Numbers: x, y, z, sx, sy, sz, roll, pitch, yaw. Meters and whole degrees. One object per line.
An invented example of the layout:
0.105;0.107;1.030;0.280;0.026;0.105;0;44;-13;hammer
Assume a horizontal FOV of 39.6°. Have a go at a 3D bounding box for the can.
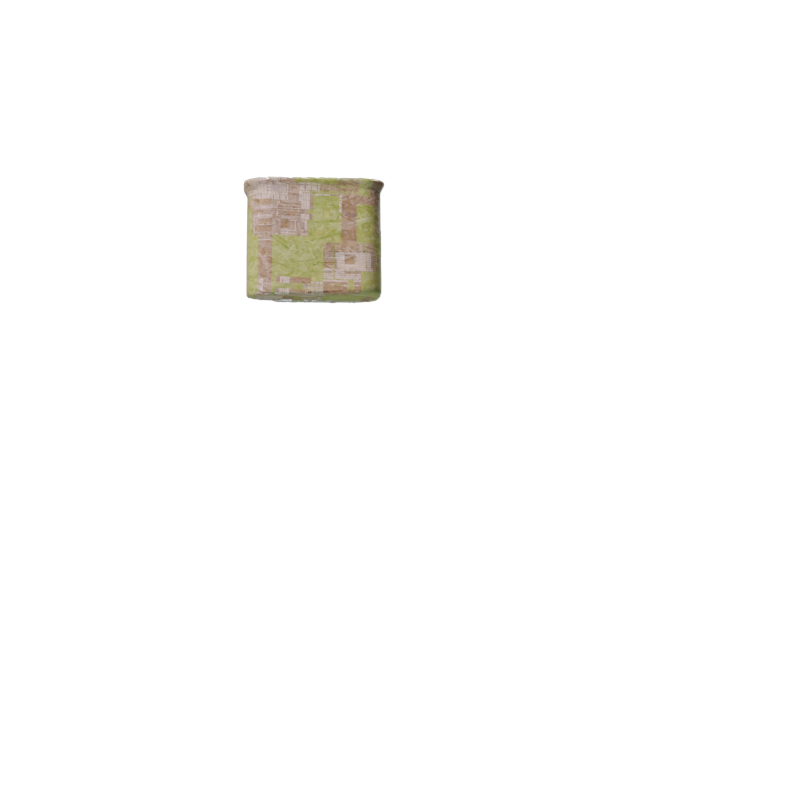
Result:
-0.063;-0.115;0.805;0.101;0.086;0.057;0;-7;-6;can
